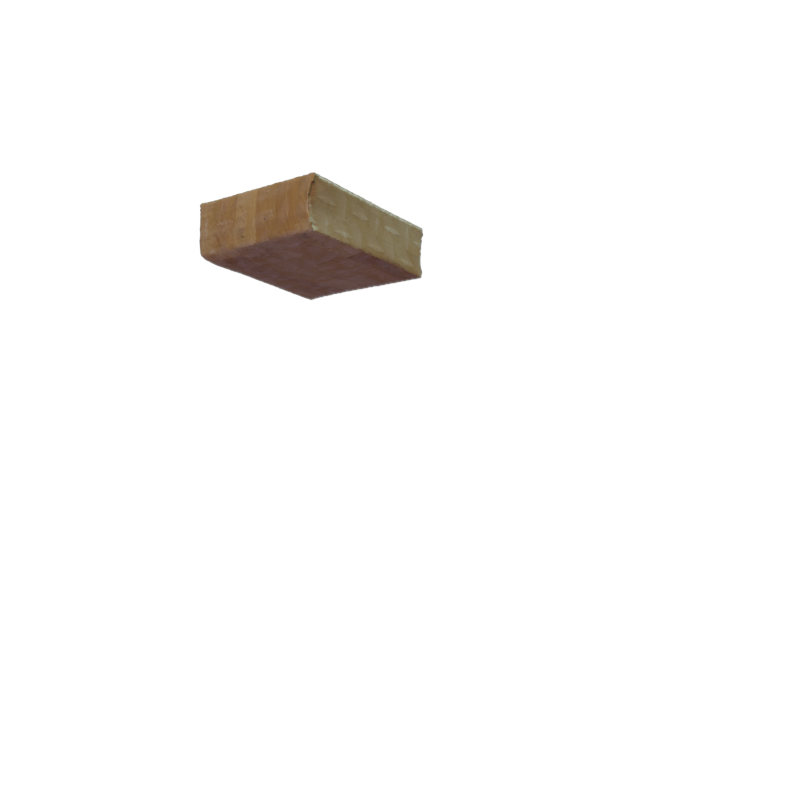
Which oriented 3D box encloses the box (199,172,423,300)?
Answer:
[{"bbox_3d":[-0.053,-0.096,0.675,0.092,0.040,0.107,-9,-15,36],"label":"box"}]
